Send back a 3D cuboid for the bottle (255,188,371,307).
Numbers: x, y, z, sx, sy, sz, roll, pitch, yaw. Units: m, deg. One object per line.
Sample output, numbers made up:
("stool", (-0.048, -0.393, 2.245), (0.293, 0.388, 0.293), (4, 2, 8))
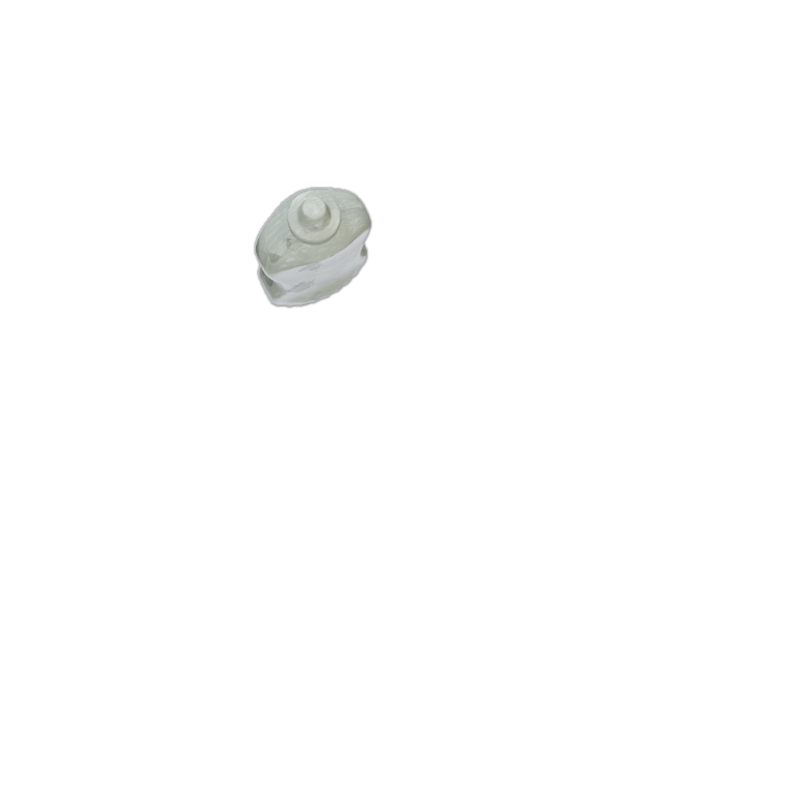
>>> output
("bottle", (-0.071, -0.129, 0.907), (0.096, 0.060, 0.186), (-24, -6, -7))
